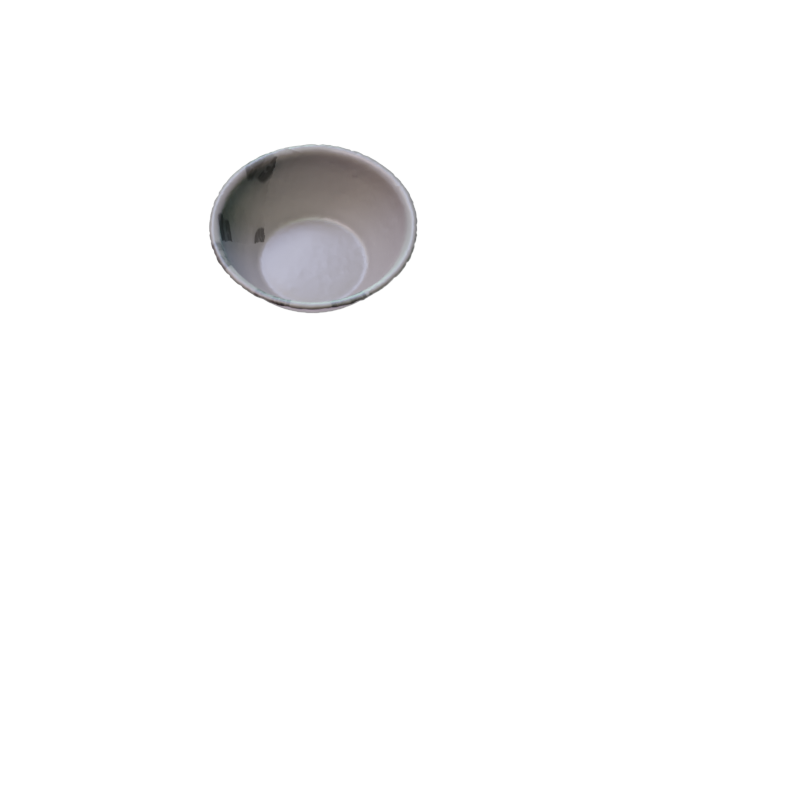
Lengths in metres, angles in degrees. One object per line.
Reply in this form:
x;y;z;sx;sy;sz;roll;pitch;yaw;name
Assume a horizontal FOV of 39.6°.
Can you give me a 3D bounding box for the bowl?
-0.069;-0.125;0.876;0.162;0.173;0.051;-1;-34;-1;bowl
